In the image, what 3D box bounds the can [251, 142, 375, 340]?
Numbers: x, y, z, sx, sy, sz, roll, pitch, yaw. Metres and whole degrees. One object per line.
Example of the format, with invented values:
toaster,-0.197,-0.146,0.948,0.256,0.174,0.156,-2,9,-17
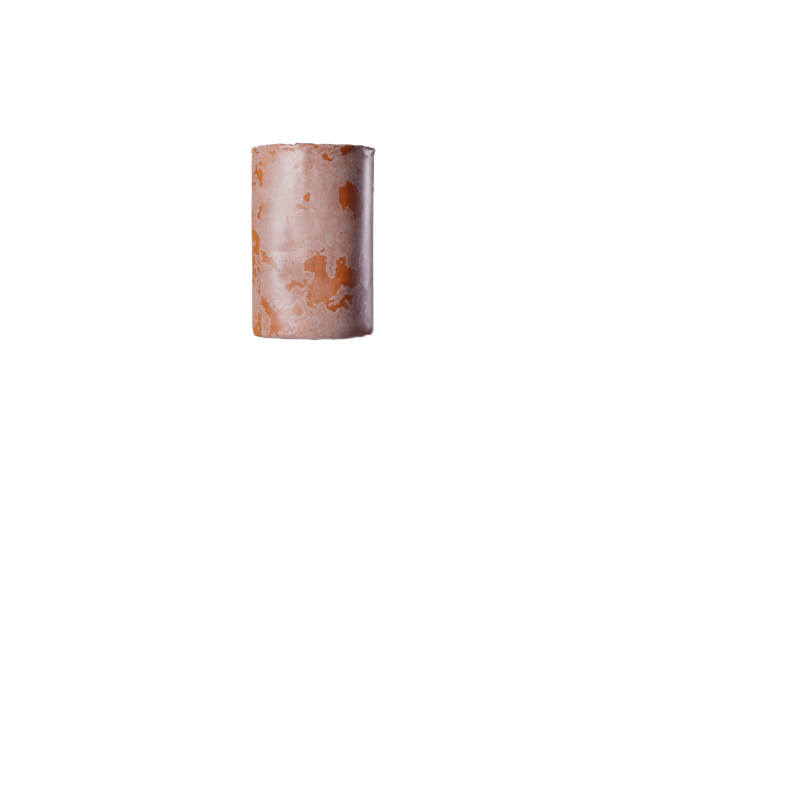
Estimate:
can,-0.047,-0.086,0.604,0.068,0.102,0.069,0,2,-2
